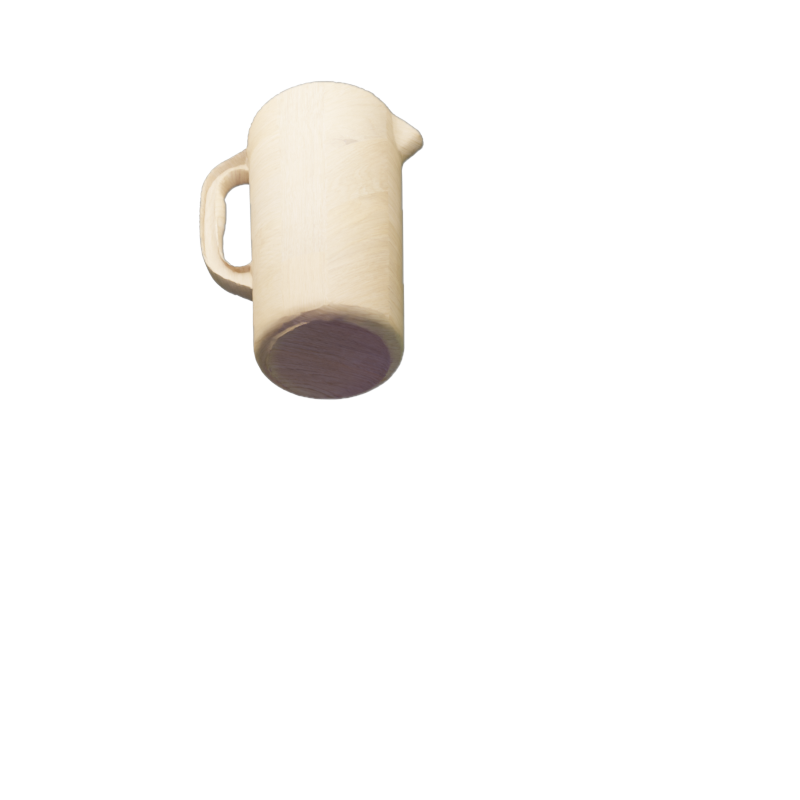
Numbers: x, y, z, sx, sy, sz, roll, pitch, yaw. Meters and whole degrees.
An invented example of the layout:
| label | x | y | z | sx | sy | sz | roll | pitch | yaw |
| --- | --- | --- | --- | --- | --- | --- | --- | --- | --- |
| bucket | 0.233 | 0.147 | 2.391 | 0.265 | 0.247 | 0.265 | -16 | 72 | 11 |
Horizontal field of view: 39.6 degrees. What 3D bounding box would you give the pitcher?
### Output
| label | x | y | z | sx | sy | sz | roll | pitch | yaw |
| --- | --- | --- | --- | --- | --- | --- | --- | --- | --- |
| pitcher | -0.068 | -0.124 | 0.868 | 0.138 | 0.261 | 0.146 | 23 | -47 | -27 |
